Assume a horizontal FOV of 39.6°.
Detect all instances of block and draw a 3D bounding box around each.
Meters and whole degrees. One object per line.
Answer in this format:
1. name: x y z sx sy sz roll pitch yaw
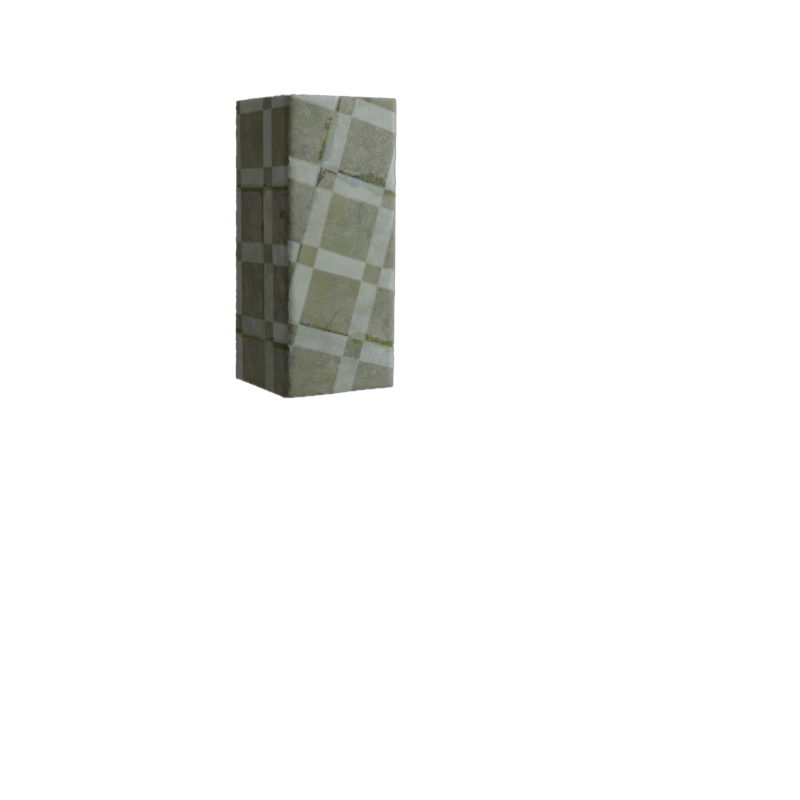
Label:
1. block: -0.062 -0.115 0.803 0.087 0.204 0.094 -3 6 -30
